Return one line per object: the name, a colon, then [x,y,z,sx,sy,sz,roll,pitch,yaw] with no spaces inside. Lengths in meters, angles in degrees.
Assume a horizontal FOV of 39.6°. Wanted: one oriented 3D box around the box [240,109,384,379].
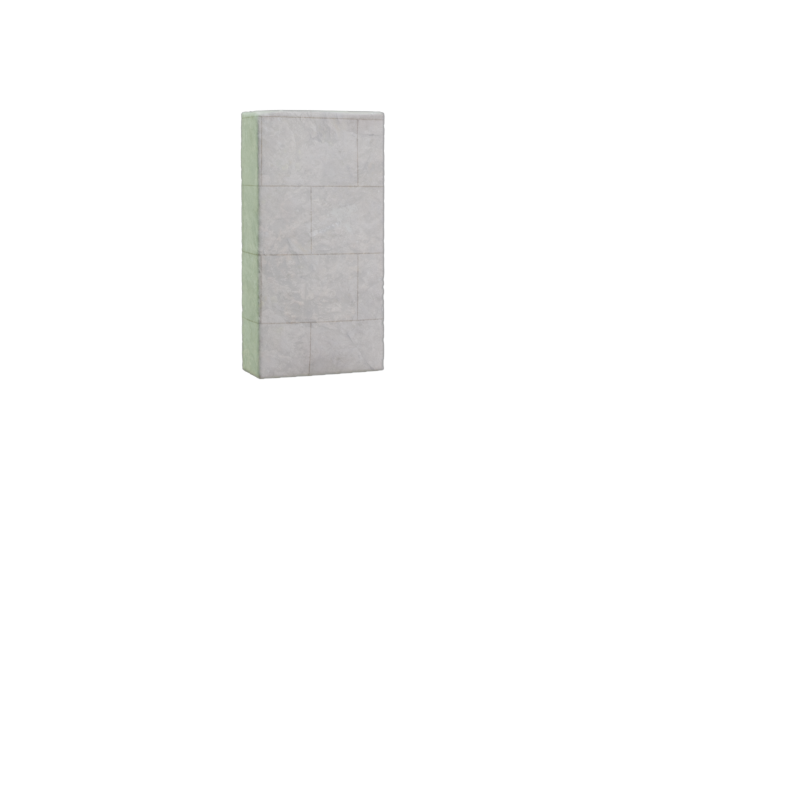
box: [-0.059,-0.107,0.749,0.091,0.173,0.050,-3,7,-22]
